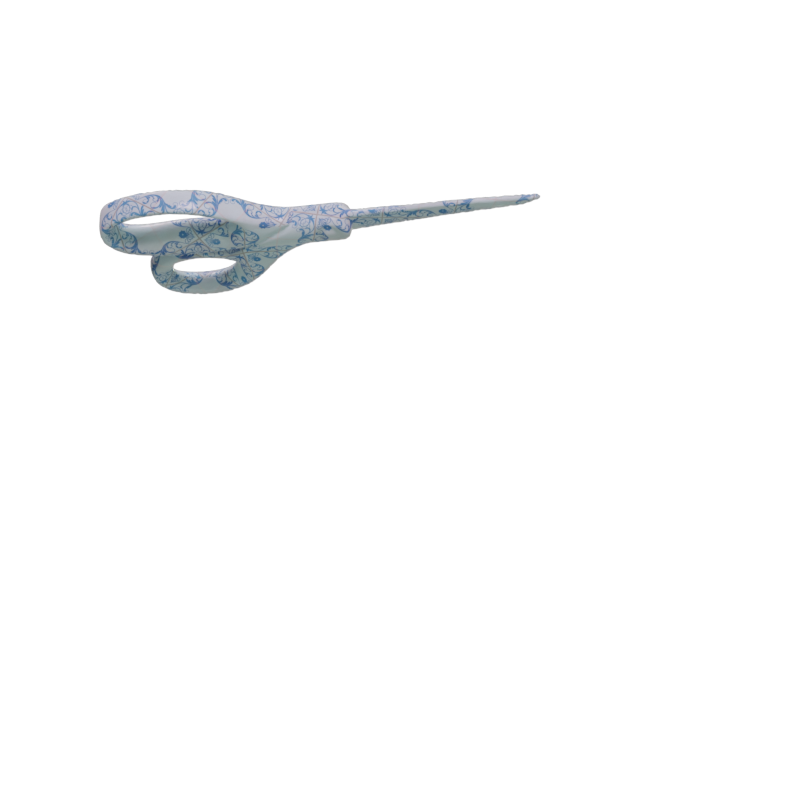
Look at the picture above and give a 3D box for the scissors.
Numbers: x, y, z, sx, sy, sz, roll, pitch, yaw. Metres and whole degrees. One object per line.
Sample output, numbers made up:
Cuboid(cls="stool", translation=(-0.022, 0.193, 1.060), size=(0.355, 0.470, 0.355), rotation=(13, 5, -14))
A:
Cuboid(cls="scissors", translation=(-0.042, -0.076, 0.536), size=(0.201, 0.017, 0.091), rotation=(1, -21, -2))
